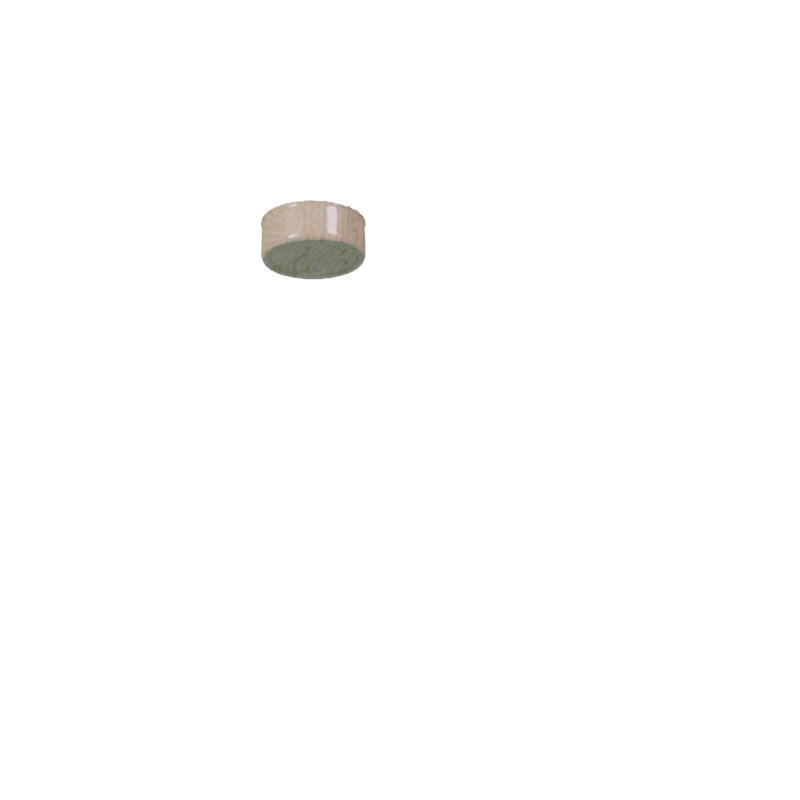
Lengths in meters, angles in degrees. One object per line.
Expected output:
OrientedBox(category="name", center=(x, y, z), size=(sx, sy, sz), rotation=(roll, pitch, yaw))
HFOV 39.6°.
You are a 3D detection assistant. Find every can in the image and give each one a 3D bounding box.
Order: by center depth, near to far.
OrientedBox(category="can", center=(-0.071, -0.129, 0.901), size=(0.086, 0.035, 0.082), rotation=(0, -18, -2))
